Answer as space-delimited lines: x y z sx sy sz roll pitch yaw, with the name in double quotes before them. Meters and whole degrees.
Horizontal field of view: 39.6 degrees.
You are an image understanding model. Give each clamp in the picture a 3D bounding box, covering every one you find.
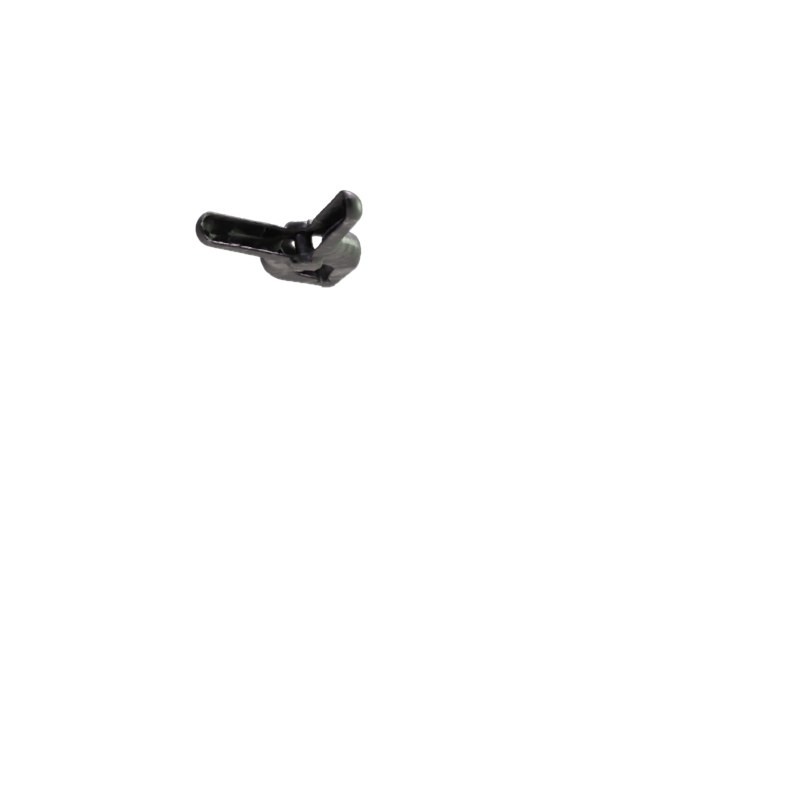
"clamp" -0.066 -0.120 0.840 0.123 0.040 0.164 -2 -6 20
